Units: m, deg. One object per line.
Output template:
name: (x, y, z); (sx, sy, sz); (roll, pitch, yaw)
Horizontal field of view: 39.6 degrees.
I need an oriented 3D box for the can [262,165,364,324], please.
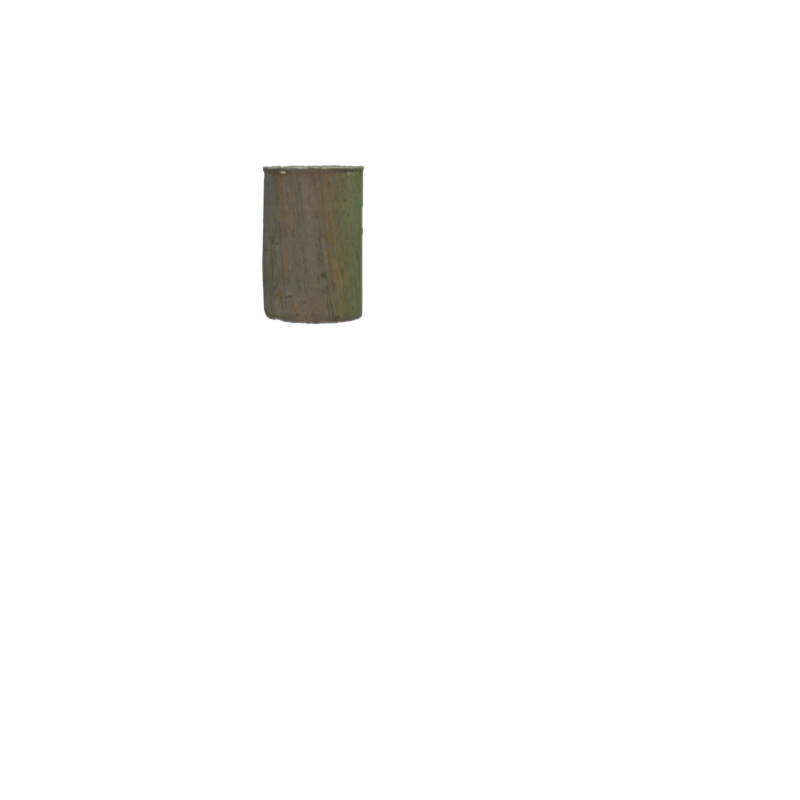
can: (-0.058, -0.106, 0.744); (0.068, 0.101, 0.070); (0, 7, -2)
